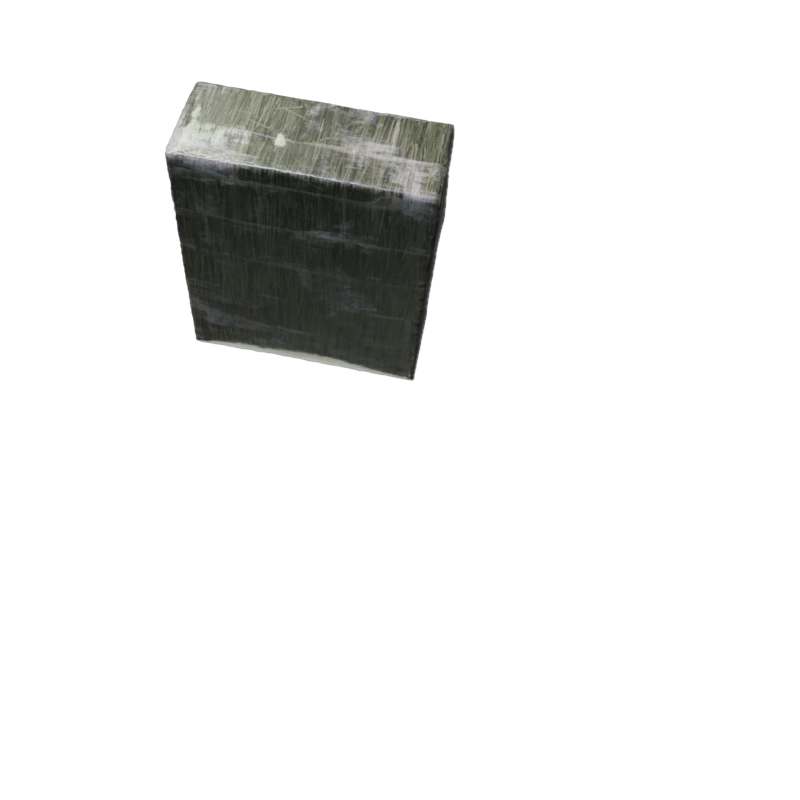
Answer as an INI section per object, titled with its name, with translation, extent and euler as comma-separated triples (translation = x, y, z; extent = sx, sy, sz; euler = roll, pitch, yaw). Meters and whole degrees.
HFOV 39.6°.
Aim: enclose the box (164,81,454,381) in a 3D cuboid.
[box]
translation = -0.057, -0.104, 0.732
extent = 0.166, 0.076, 0.200
euler = 12, -31, 5
